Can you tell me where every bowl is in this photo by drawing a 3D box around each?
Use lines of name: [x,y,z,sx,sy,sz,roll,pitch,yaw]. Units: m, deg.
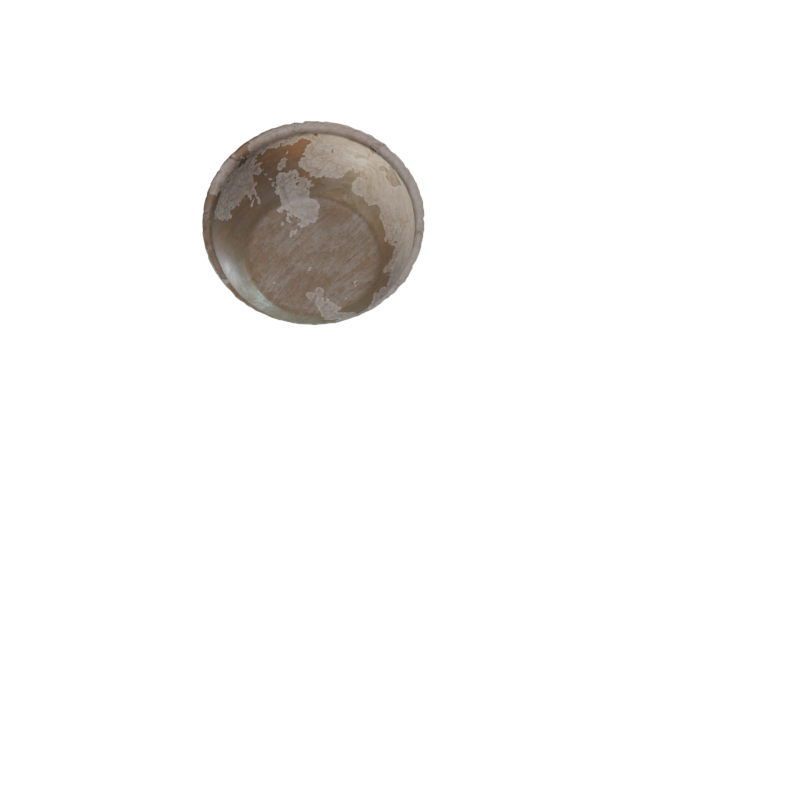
bowl: [-0.061,-0.111,0.780,0.162,0.153,0.058,1,27,-1]
